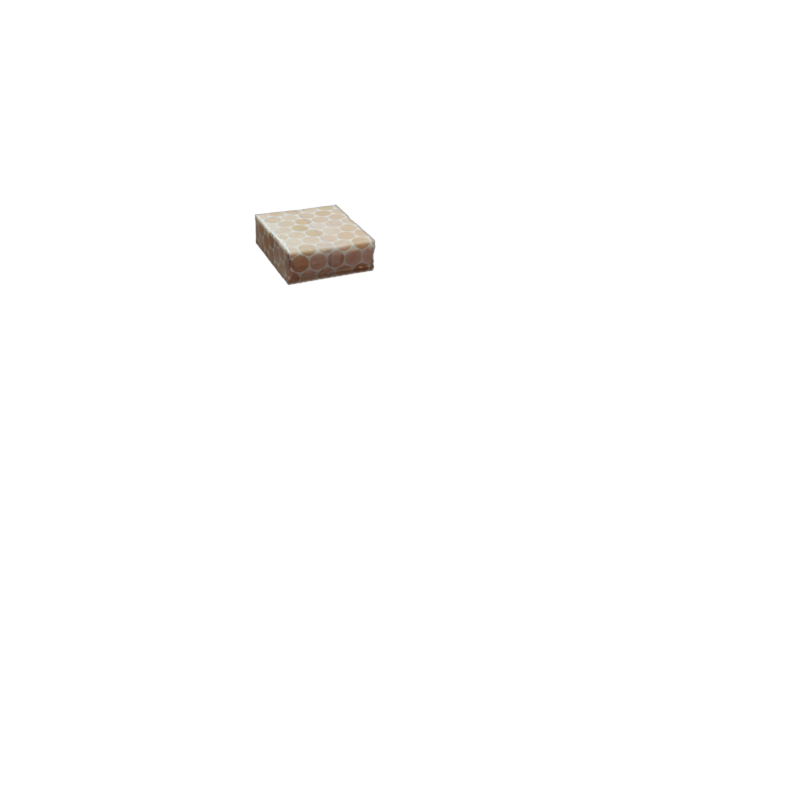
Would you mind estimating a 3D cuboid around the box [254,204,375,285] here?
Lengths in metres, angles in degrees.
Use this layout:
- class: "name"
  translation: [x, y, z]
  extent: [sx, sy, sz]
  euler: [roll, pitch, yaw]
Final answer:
- class: "box"
  translation: [-0.070, -0.127, 0.893]
  extent: [0.072, 0.029, 0.096]
  euler: [-10, 30, -19]
